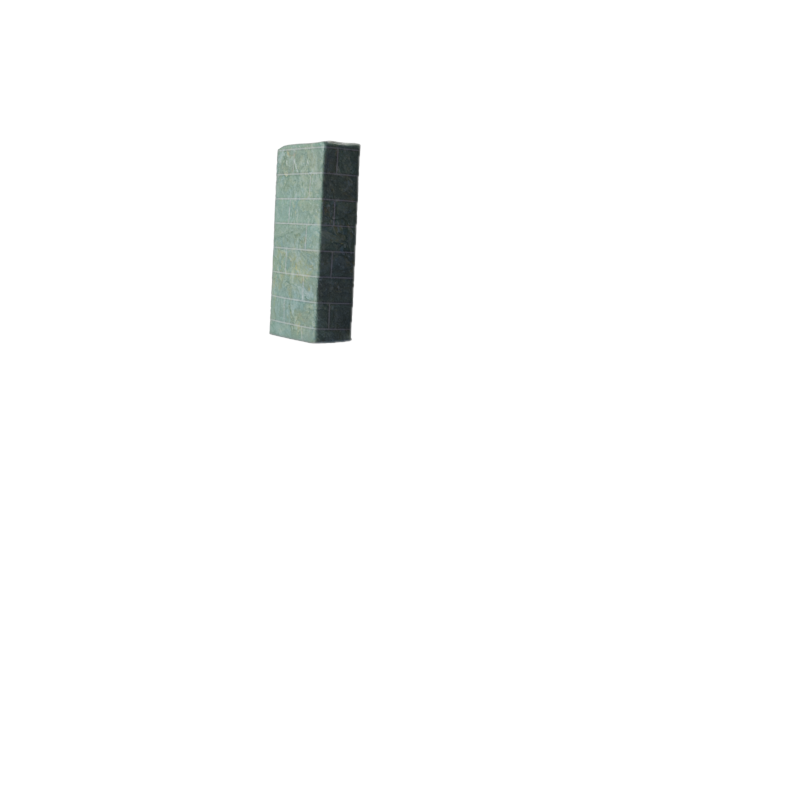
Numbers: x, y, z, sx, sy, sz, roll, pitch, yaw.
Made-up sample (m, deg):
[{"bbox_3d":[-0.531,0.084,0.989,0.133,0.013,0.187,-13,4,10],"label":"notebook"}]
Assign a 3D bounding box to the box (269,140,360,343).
[{"bbox_3d":[-0.079,-0.143,0.998,0.046,0.176,0.097,-1,3,-31],"label":"box"}]
